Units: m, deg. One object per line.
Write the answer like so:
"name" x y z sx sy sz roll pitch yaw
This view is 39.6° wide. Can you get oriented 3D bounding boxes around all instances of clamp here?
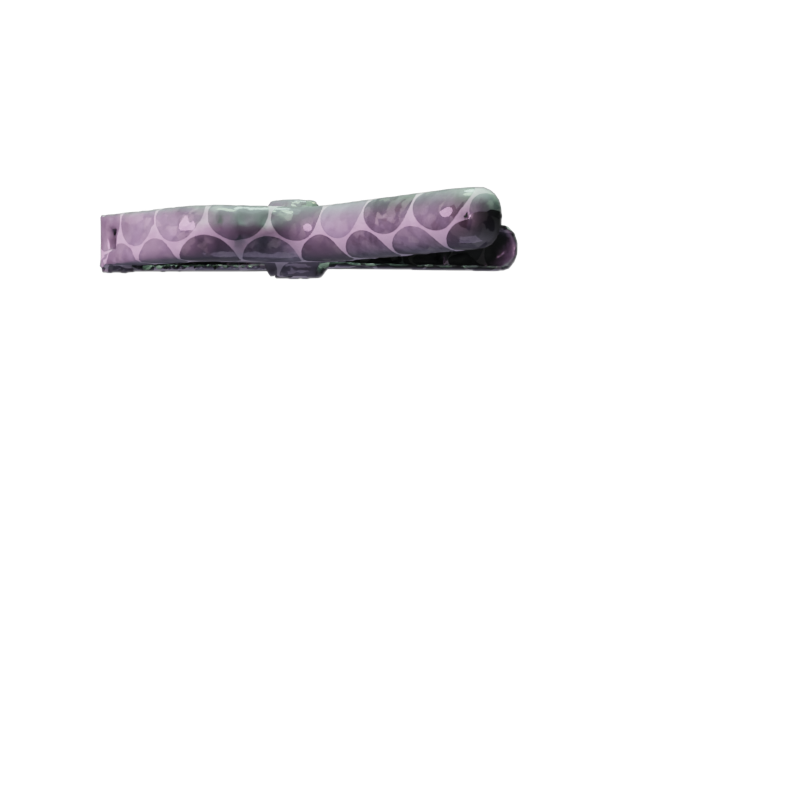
"clamp" -0.042 -0.077 0.541 0.215 0.037 0.160 1 2 18
